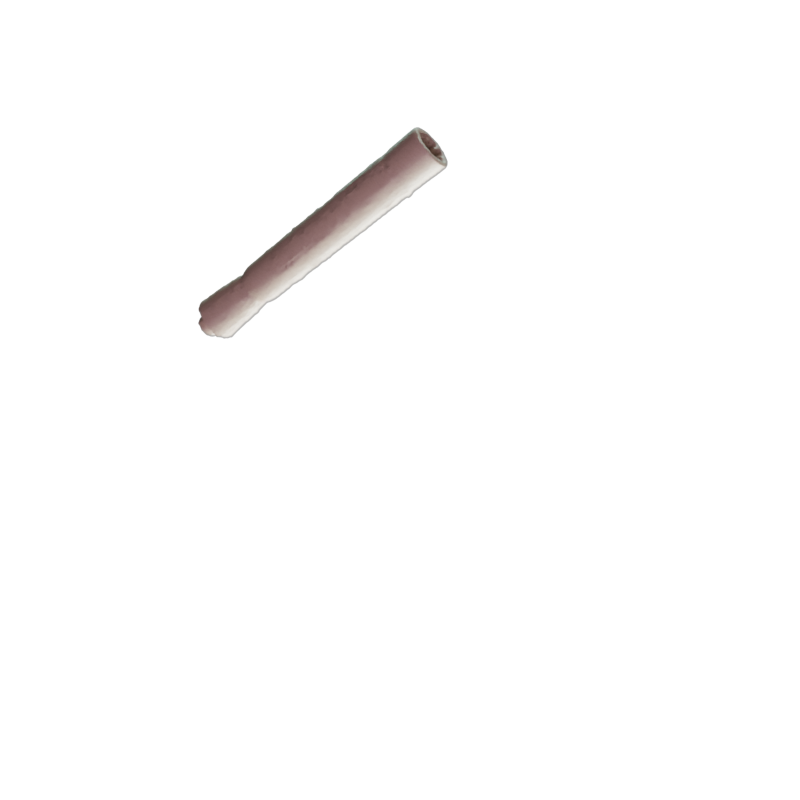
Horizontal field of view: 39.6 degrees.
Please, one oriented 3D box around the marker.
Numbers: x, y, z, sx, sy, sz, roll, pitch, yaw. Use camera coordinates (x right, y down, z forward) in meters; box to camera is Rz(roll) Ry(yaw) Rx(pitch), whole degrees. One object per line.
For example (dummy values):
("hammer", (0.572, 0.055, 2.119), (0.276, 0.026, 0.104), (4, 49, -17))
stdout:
("marker", (-0.034, -0.061, 0.429), (0.120, 0.020, 0.019), (-35, -12, 23))
